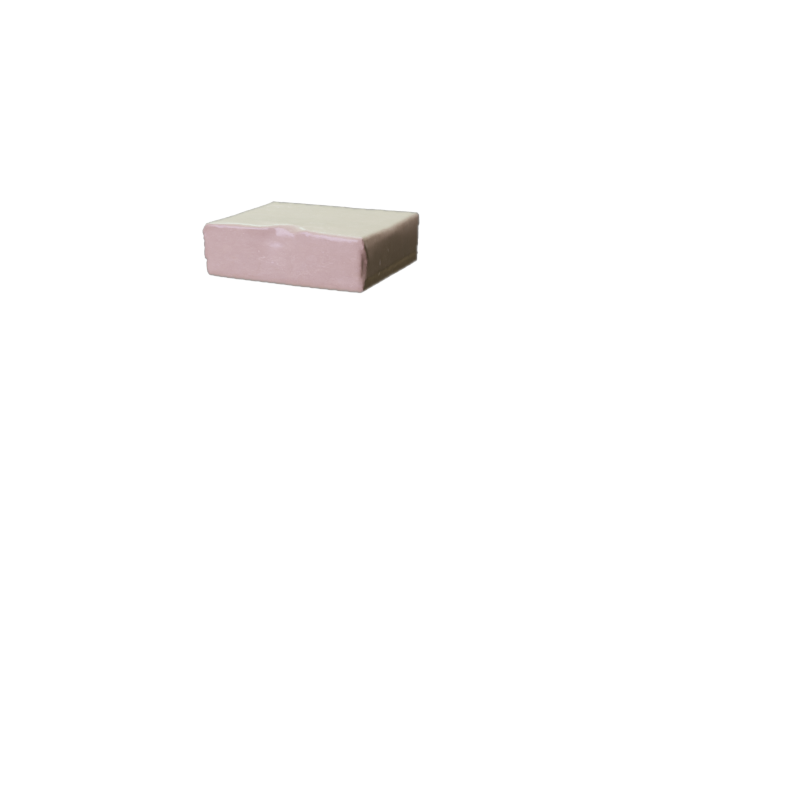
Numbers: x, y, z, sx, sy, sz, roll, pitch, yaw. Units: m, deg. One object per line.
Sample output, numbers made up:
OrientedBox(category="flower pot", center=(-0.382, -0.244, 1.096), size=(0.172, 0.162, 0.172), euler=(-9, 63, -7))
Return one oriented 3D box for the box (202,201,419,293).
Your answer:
OrientedBox(category="box", center=(-0.044, -0.081, 0.566), size=(0.092, 0.029, 0.073), euler=(9, 20, 23))
